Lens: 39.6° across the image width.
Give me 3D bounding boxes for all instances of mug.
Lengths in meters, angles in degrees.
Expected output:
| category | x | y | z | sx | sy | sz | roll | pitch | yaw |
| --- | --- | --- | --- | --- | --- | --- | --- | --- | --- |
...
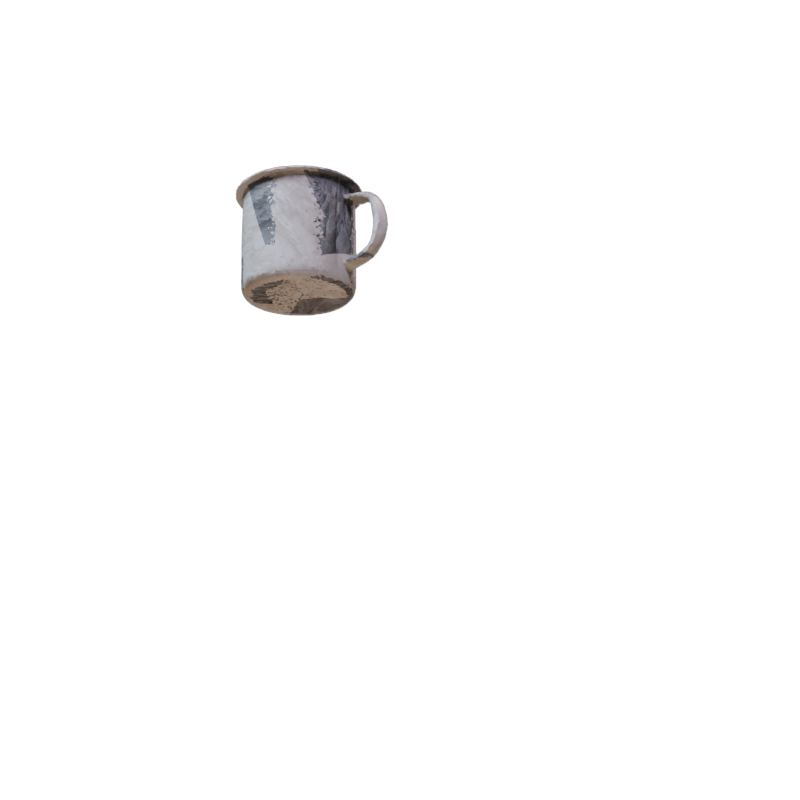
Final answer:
| category | x | y | z | sx | sy | sz | roll | pitch | yaw |
| --- | --- | --- | --- | --- | --- | --- | --- | --- | --- |
| mug | -0.062 | -0.113 | 0.790 | 0.119 | 0.086 | 0.087 | -10 | -23 | 25 |
